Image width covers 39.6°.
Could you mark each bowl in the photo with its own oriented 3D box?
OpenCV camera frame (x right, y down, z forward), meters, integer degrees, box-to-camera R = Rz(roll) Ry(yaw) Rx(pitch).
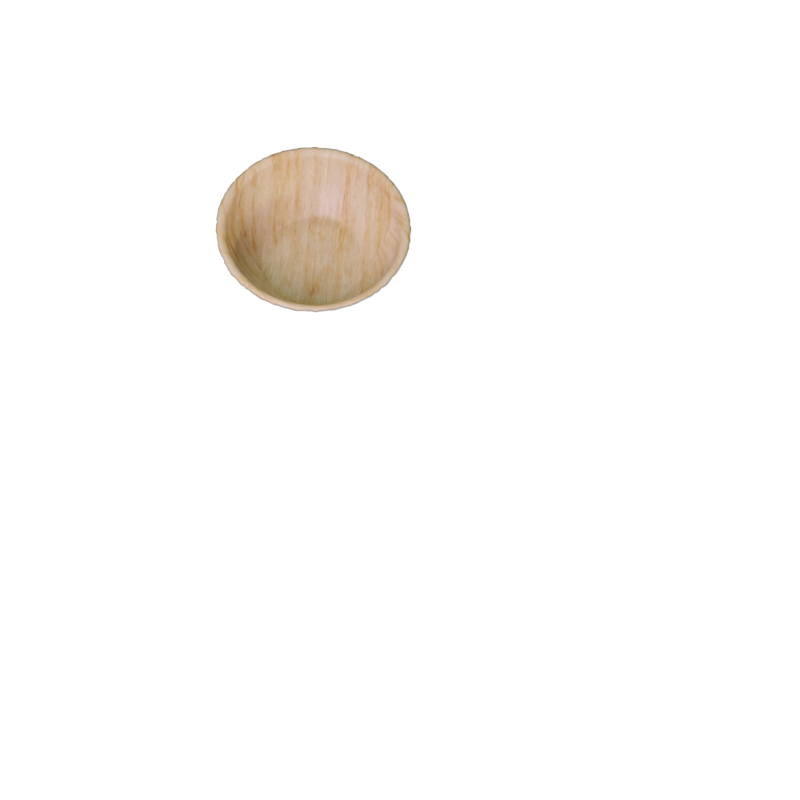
[{"bbox_3d":[-0.073,-0.134,0.935,0.162,0.173,0.052,-1,-30,-1],"label":"bowl"}]
